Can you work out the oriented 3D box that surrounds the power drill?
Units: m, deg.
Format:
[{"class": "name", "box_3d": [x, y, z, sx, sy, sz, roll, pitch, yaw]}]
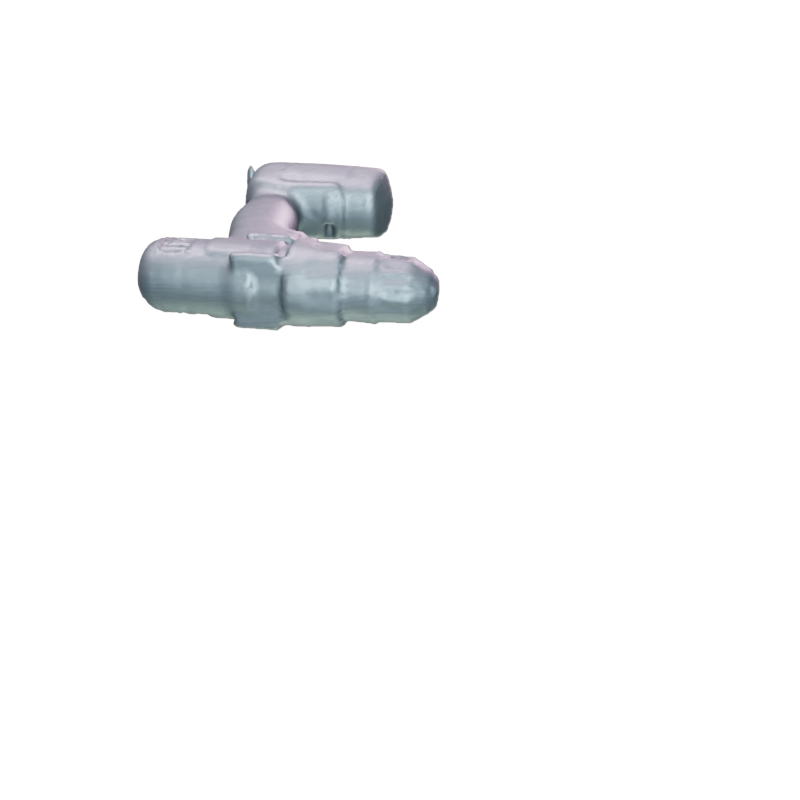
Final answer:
[{"class": "power drill", "box_3d": [-0.057, -0.104, 0.727, 0.188, 0.055, 0.194, 5, 26, 11]}]
